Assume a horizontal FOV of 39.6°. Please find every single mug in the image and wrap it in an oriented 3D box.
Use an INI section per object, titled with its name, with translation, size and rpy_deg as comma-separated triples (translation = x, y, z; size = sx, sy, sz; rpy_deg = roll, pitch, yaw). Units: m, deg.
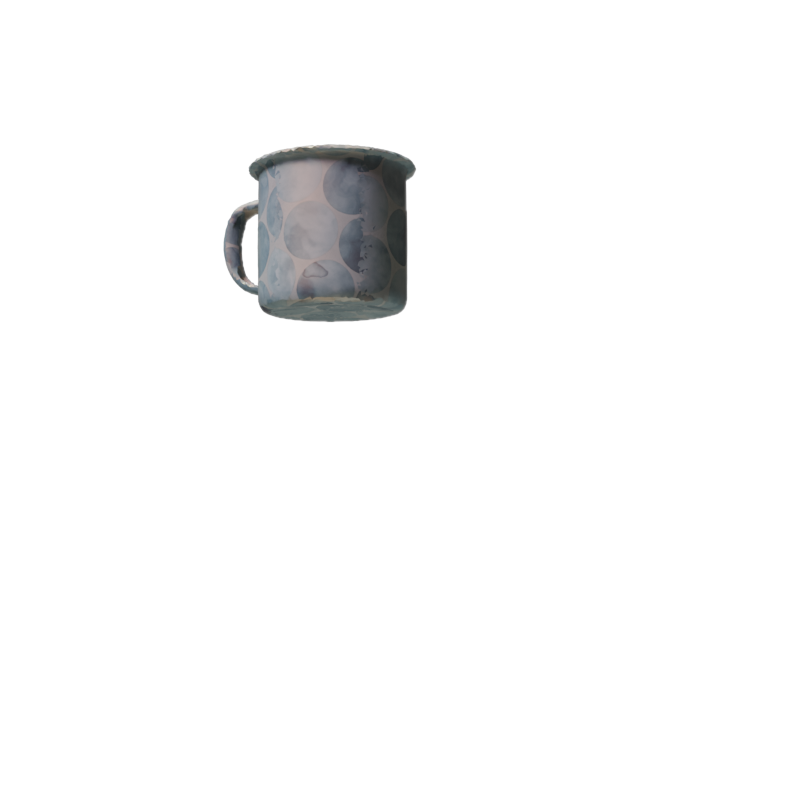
[mug]
translation = -0.048, -0.088, 0.615
size = 0.120, 0.084, 0.089
rpy_deg = -4, -8, 26
